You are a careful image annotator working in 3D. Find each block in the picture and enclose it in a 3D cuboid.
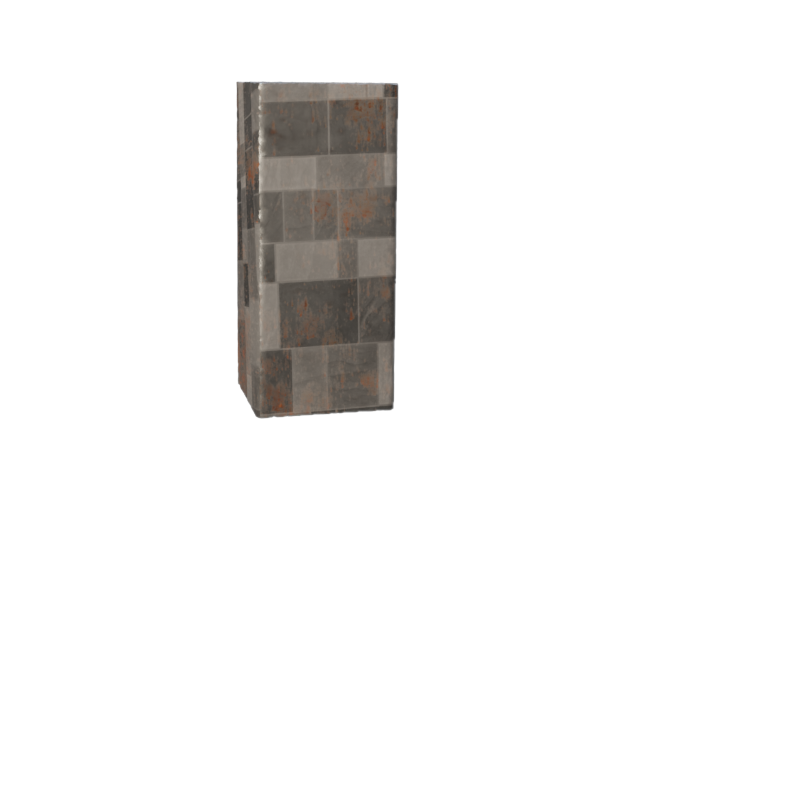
[{"bbox_3d":[-0.056,-0.103,0.722,0.089,0.202,0.094,-2,10,-15],"label":"block"}]
